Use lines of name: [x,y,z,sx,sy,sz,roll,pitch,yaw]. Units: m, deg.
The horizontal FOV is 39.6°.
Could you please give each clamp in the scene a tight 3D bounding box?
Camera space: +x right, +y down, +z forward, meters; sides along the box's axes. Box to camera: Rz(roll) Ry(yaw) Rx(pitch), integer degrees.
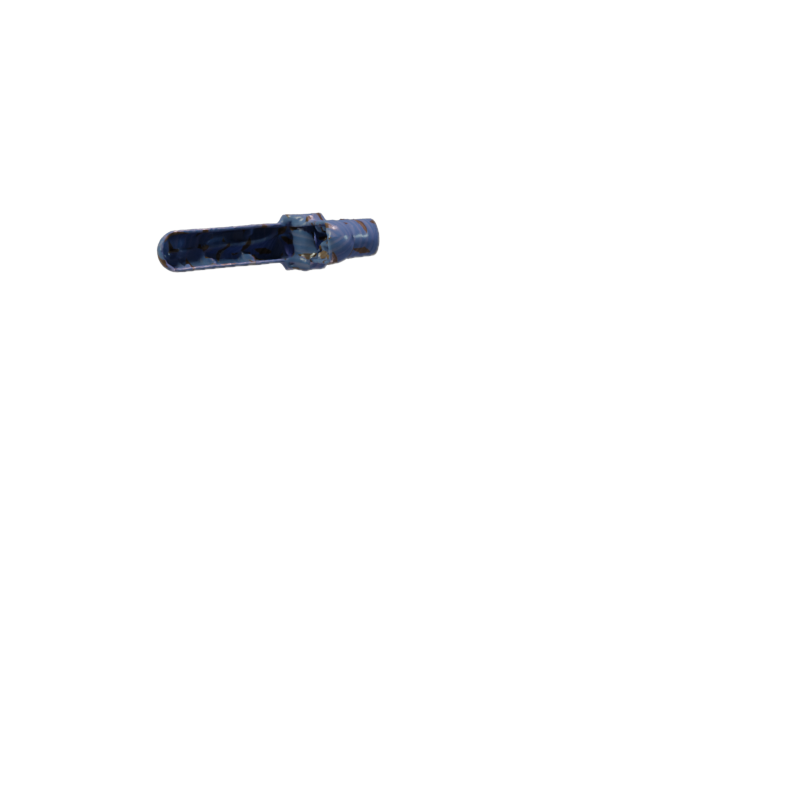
clamp: [-0.054,-0.098,0.685,0.125,0.038,0.169,7,15,29]
